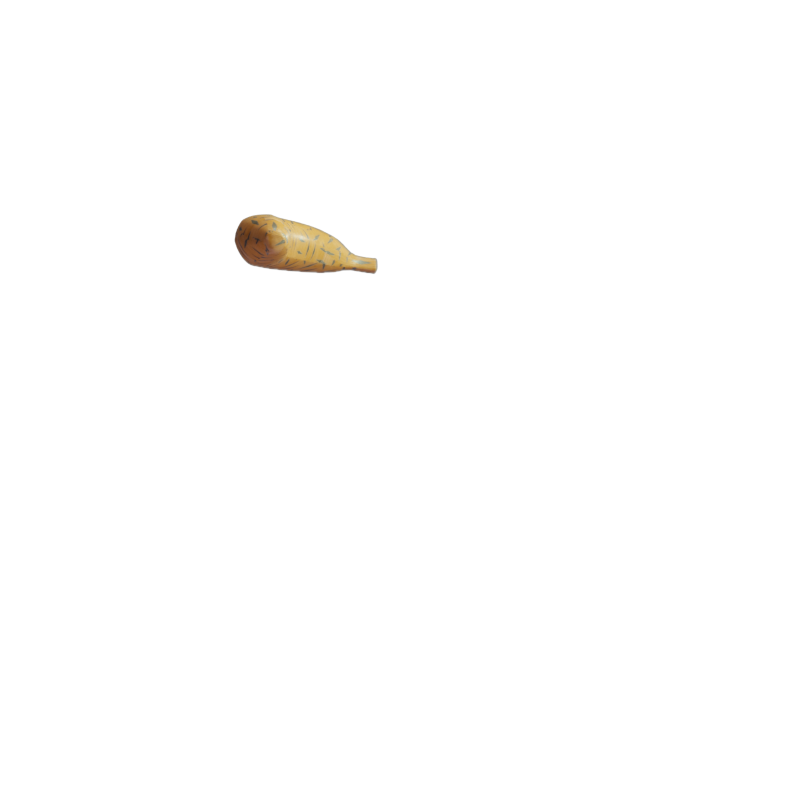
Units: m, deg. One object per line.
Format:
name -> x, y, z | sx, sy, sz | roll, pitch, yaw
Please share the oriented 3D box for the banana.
banana -> -0.077, -0.111, 0.785 | 0.071, 0.037, 0.193 | 1, 3, 18
